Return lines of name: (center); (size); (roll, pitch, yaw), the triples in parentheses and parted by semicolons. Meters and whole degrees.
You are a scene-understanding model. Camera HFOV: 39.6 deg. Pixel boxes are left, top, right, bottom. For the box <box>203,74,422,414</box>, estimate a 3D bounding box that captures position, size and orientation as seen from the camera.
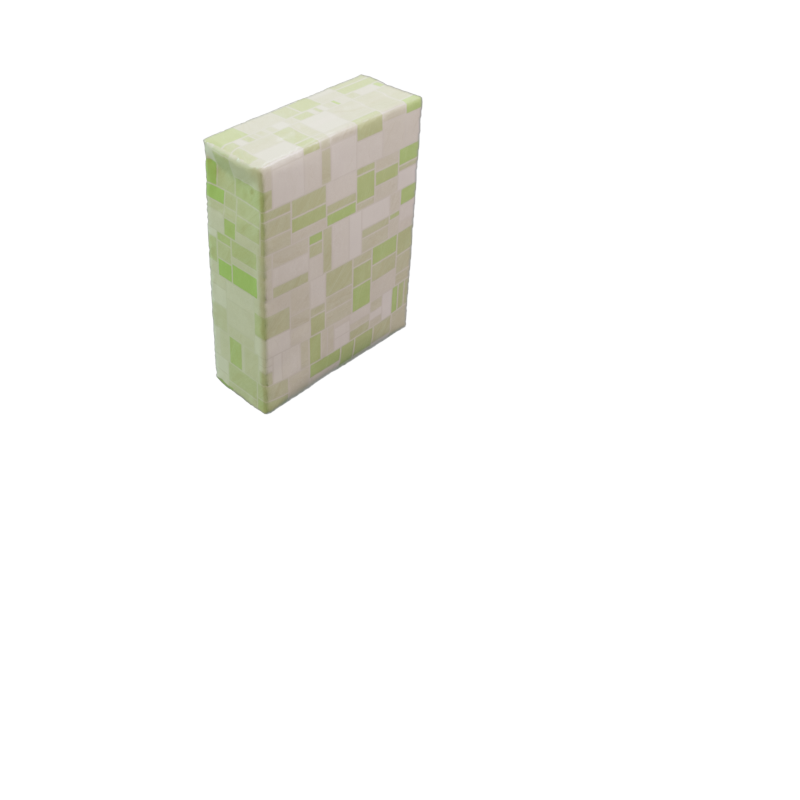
box: (-0.066, -0.120, 0.843); (0.076, 0.200, 0.164); (29, 43, 32)
